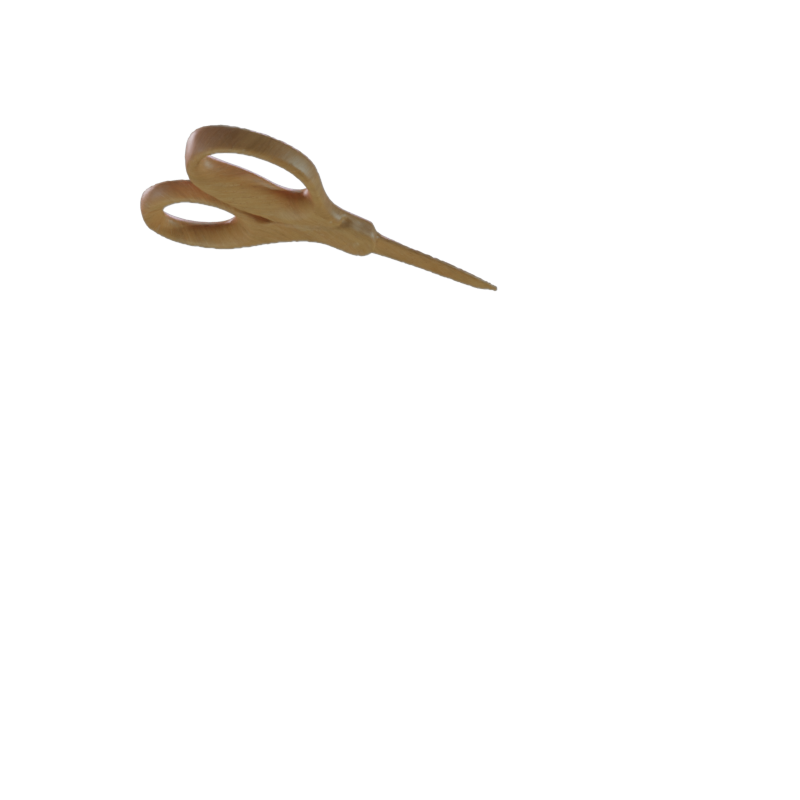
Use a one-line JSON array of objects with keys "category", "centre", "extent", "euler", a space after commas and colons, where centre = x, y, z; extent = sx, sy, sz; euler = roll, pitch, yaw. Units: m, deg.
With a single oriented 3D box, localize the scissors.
[{"category": "scissors", "centre": [-0.042, -0.077, 0.541], "extent": [0.098, 0.017, 0.188], "euler": [-15, -26, 32]}]
